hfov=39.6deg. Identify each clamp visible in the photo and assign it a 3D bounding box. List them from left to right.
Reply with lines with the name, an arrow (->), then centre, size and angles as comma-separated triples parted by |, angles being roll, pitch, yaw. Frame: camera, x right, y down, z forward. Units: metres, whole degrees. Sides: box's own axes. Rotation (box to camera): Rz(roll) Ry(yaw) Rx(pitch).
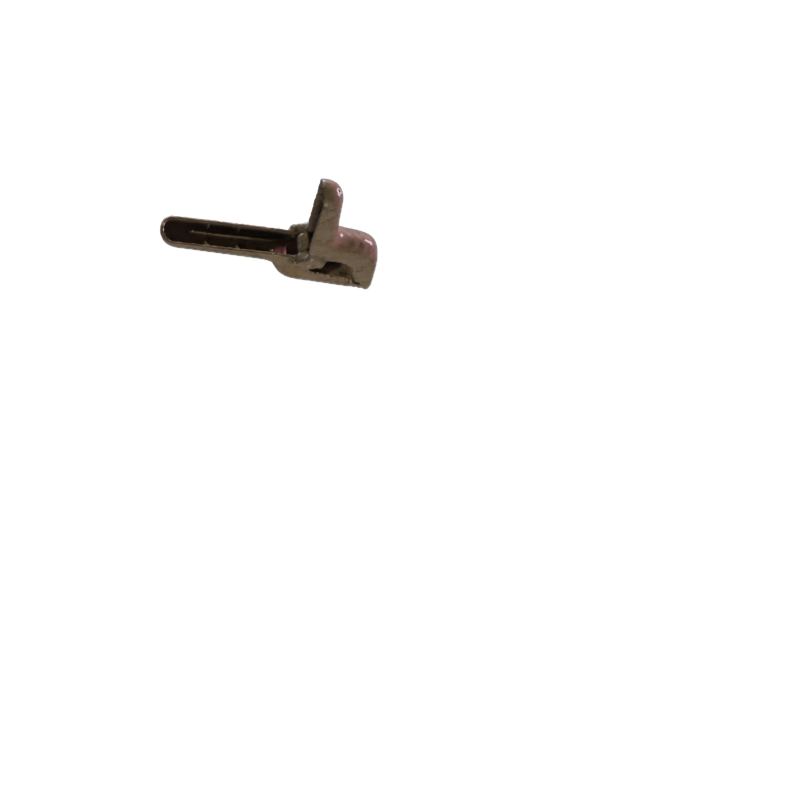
clamp -> -0.073, -0.133, 0.929 | 0.168, 0.038, 0.198 | -8, -14, 35
